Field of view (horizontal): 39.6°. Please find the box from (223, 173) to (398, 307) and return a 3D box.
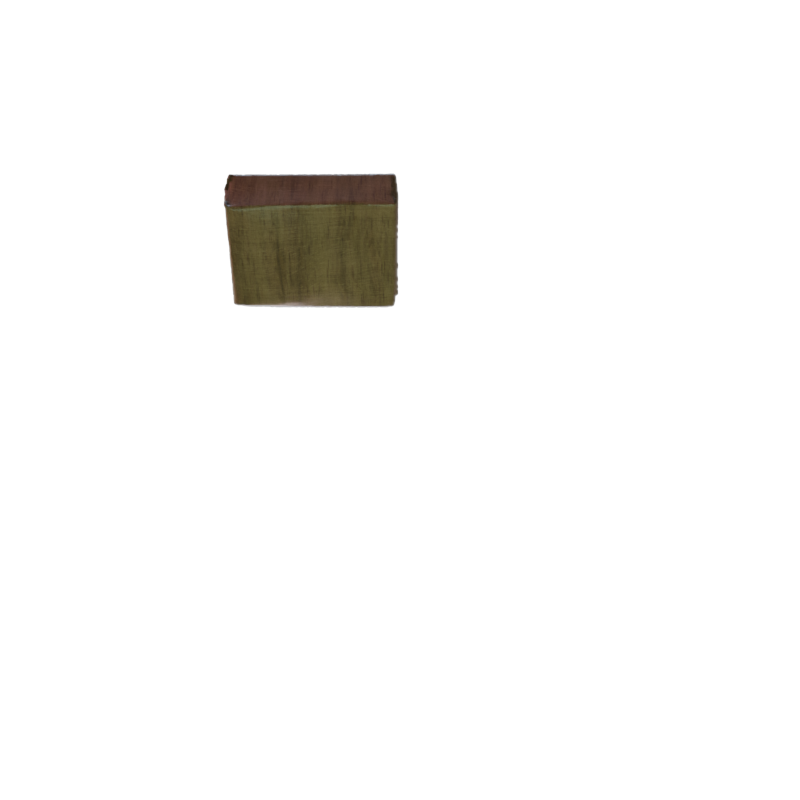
[{"bbox_3d":[-0.058,-0.105,0.738,0.113,0.084,0.042,-1,42,0],"label":"box"}]
